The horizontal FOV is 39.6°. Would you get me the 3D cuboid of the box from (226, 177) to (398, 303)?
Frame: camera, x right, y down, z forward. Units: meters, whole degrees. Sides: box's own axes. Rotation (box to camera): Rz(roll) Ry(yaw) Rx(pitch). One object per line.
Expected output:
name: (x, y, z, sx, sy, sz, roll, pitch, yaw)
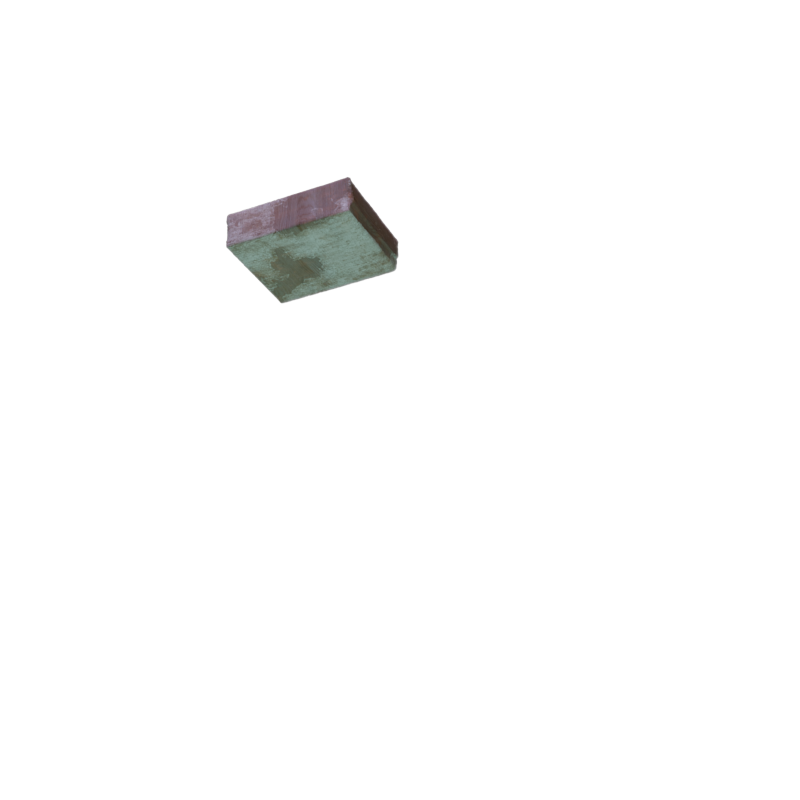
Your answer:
box: (-0.056, -0.102, 0.711, 0.090, 0.032, 0.067, -14, -34, 22)
